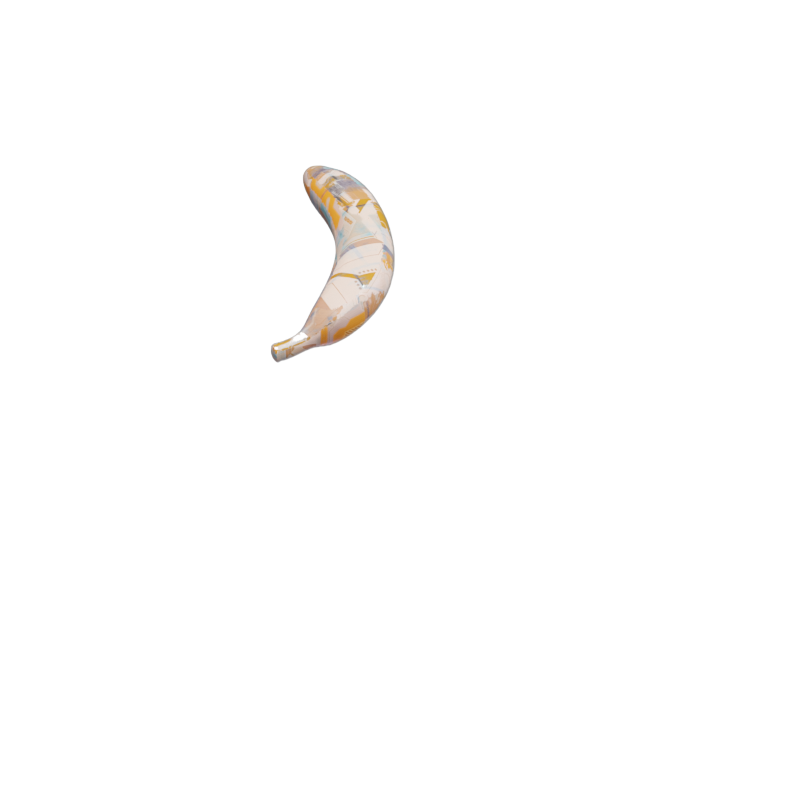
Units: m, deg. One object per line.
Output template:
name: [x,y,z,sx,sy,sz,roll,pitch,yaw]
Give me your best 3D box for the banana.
banana: [-0.038,-0.098,0.712,0.070,0.034,0.211,2,40,2]
